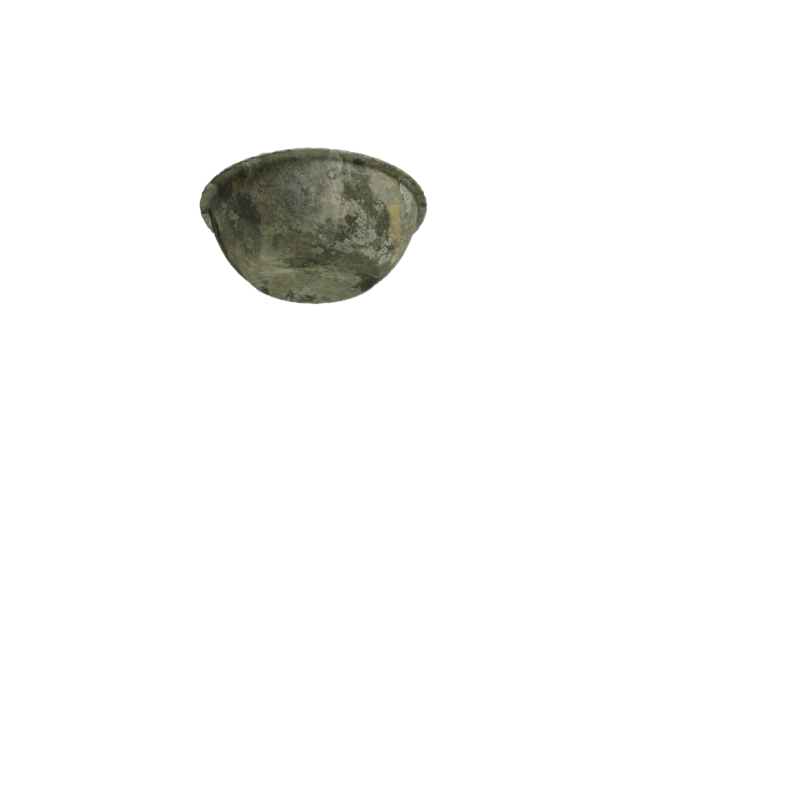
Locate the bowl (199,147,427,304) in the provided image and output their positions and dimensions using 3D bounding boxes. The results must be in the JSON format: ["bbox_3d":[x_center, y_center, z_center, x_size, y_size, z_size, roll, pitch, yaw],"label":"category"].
[{"bbox_3d":[-0.061,-0.111,0.775,0.162,0.058,0.154,1,-22,-2],"label":"bowl"}]
